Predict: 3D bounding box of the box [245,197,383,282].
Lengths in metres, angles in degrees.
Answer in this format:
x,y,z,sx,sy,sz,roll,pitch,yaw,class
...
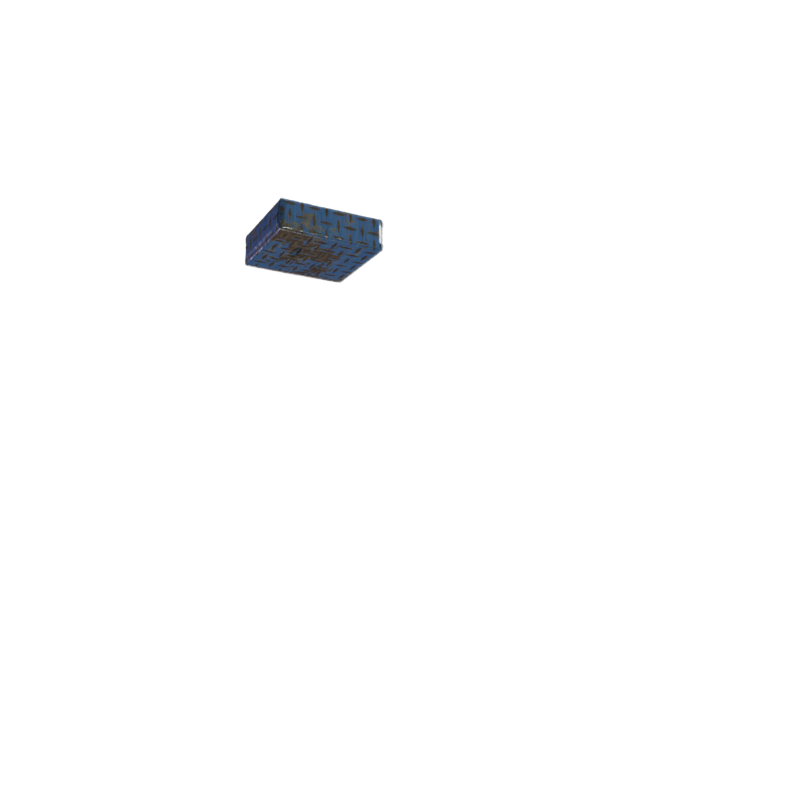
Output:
x,y,z,sx,sy,sz,roll,pitch,yaw,class
-0.068,-0.124,0.871,0.086,0.032,0.072,9,-21,-24,box
